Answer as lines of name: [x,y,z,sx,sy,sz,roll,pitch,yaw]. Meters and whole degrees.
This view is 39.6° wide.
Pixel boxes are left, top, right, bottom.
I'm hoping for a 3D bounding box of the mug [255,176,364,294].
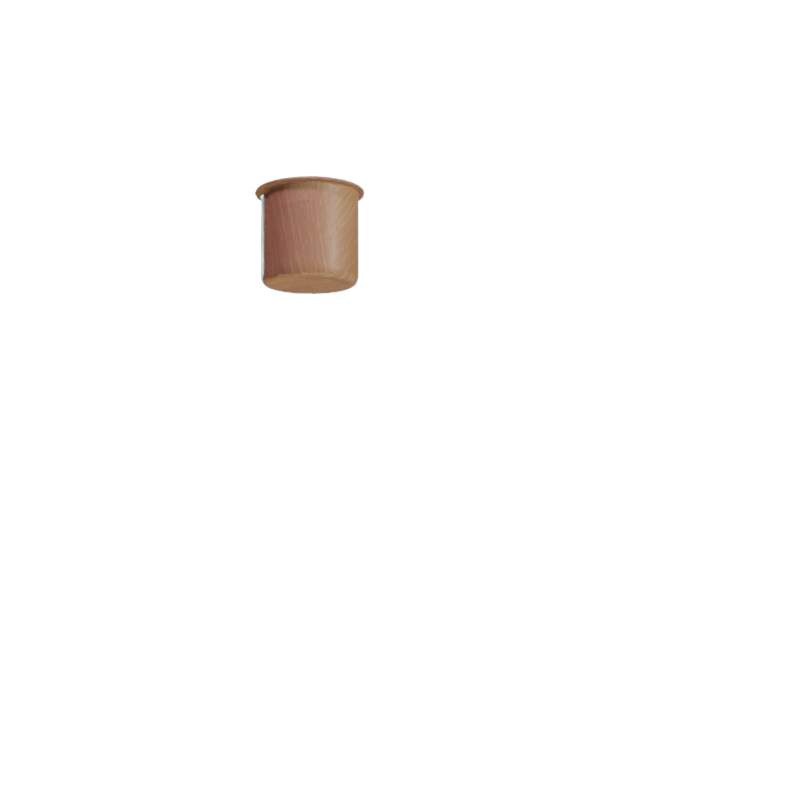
mug: [-0.074,-0.135,0.946,0.095,0.084,0.112,-2,-9,12]
